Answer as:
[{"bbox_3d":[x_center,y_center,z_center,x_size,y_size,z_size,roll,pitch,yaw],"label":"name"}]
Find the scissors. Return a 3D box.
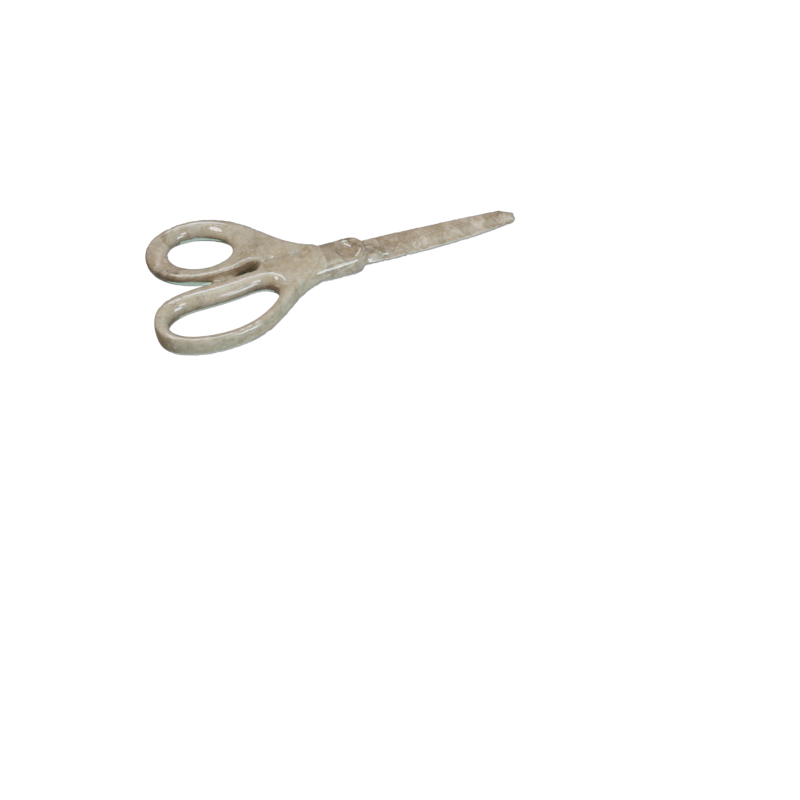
[{"bbox_3d":[-0.046,-0.084,0.586,0.201,0.015,0.103,-29,53,-25],"label":"scissors"}]
